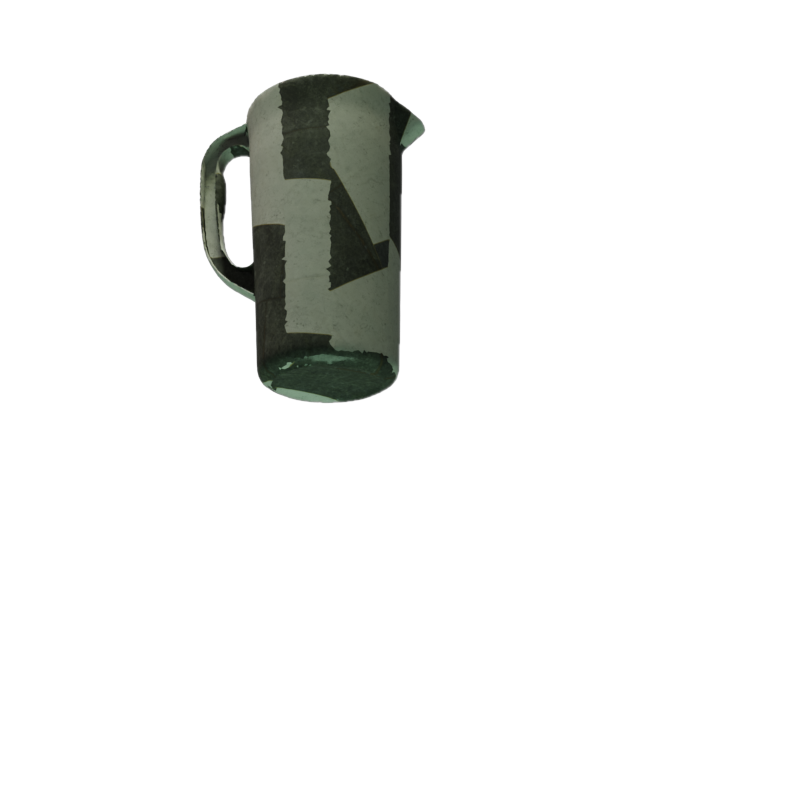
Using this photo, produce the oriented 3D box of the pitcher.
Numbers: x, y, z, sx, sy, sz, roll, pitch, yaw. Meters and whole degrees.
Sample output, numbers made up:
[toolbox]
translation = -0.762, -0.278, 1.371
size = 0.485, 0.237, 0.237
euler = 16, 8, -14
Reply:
[pitcher]
translation = -0.070, -0.127, 0.889
size = 0.137, 0.257, 0.149
euler = 16, -29, -34
